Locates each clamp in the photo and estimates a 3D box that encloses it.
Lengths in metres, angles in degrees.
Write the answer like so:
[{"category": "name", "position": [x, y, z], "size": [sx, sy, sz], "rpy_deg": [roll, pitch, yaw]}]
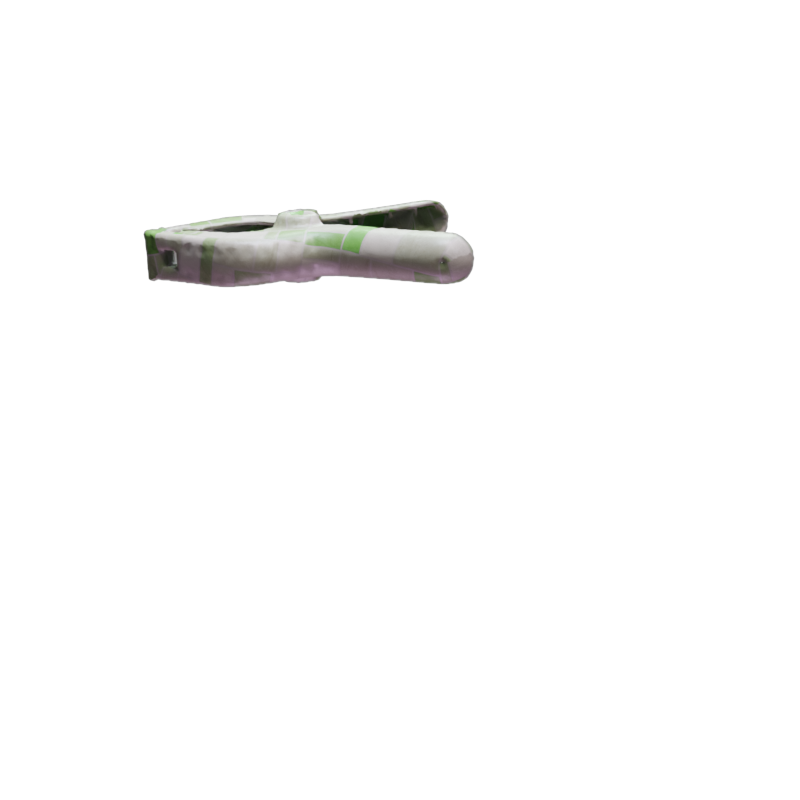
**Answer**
[{"category": "clamp", "position": [-0.046, -0.085, 0.593], "size": [0.173, 0.038, 0.122], "rpy_deg": [2, 13, 7]}]
